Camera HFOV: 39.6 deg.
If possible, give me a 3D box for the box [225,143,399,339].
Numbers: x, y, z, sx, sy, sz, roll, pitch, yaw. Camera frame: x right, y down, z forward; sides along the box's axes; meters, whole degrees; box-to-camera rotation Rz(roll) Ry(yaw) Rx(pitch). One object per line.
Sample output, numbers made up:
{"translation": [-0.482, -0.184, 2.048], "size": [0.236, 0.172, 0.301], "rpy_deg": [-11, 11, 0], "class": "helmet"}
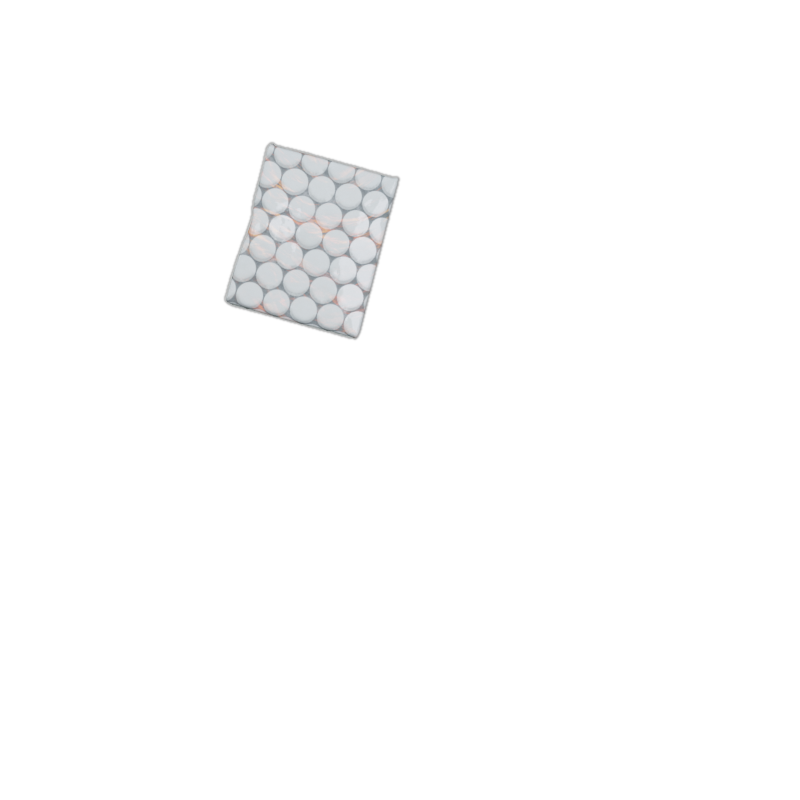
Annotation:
{"translation": [-0.046, -0.085, 0.592], "size": [0.073, 0.090, 0.030], "rpy_deg": [15, -4, 0], "class": "box"}
